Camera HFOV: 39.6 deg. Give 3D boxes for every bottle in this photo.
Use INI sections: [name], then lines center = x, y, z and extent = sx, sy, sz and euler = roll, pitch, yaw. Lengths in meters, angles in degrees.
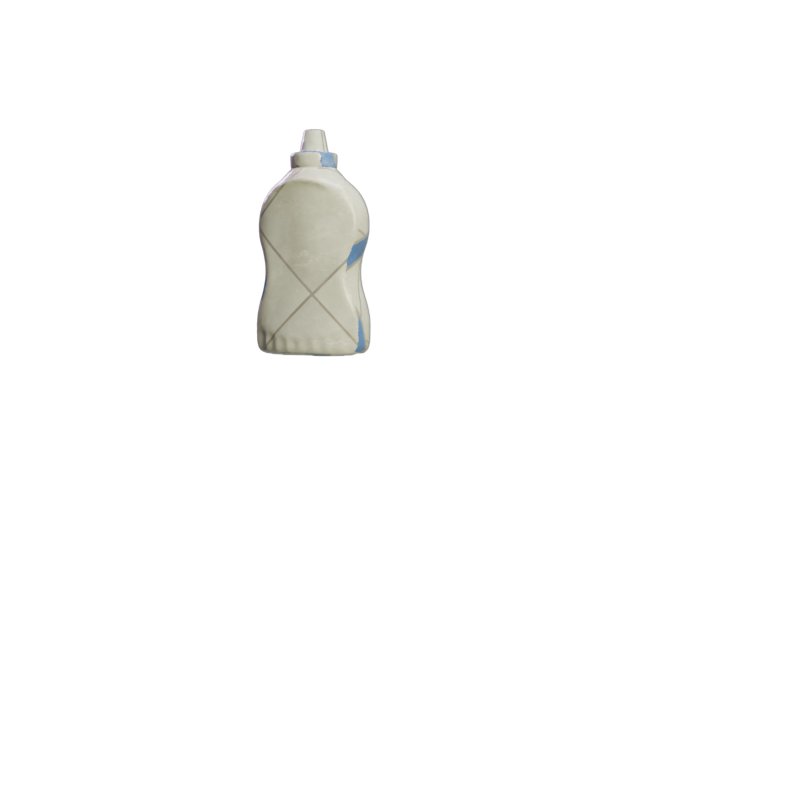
[bottle]
center = -0.074, -0.135, 0.949
extent = 0.099, 0.192, 0.057
euler = 0, -1, 24
